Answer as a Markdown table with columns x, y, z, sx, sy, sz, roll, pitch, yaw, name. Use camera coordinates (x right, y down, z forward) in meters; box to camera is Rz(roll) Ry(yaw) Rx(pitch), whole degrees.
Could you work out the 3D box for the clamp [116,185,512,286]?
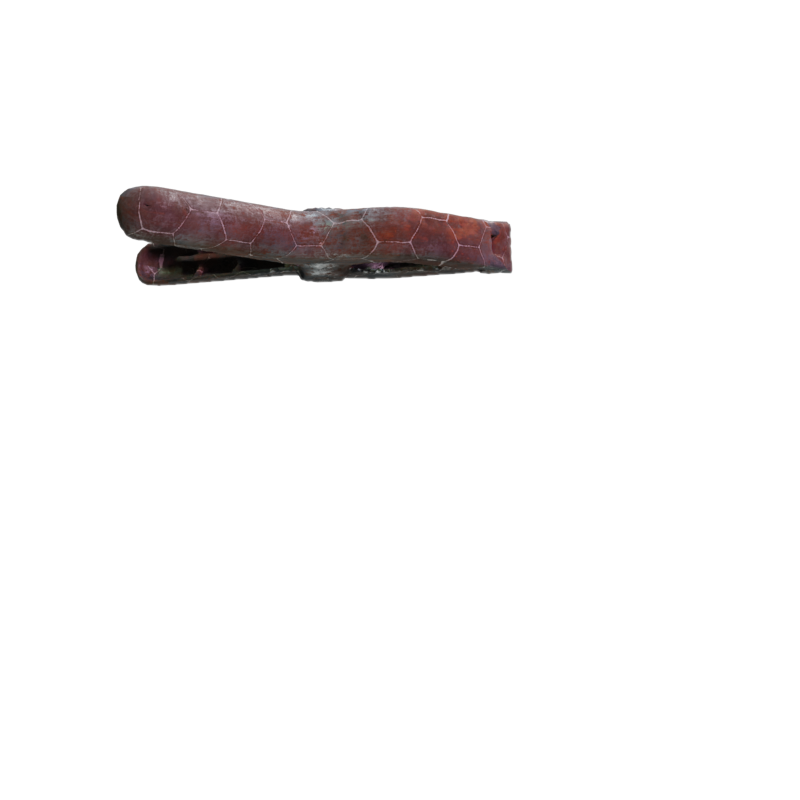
| x | y | z | sx | sy | sz | roll | pitch | yaw | name |
| --- | --- | --- | --- | --- | --- | --- | --- | --- | --- |
| -0.045 | -0.082 | 0.571 | 0.210 | 0.037 | 0.162 | 0 | -2 | -1 | clamp |
